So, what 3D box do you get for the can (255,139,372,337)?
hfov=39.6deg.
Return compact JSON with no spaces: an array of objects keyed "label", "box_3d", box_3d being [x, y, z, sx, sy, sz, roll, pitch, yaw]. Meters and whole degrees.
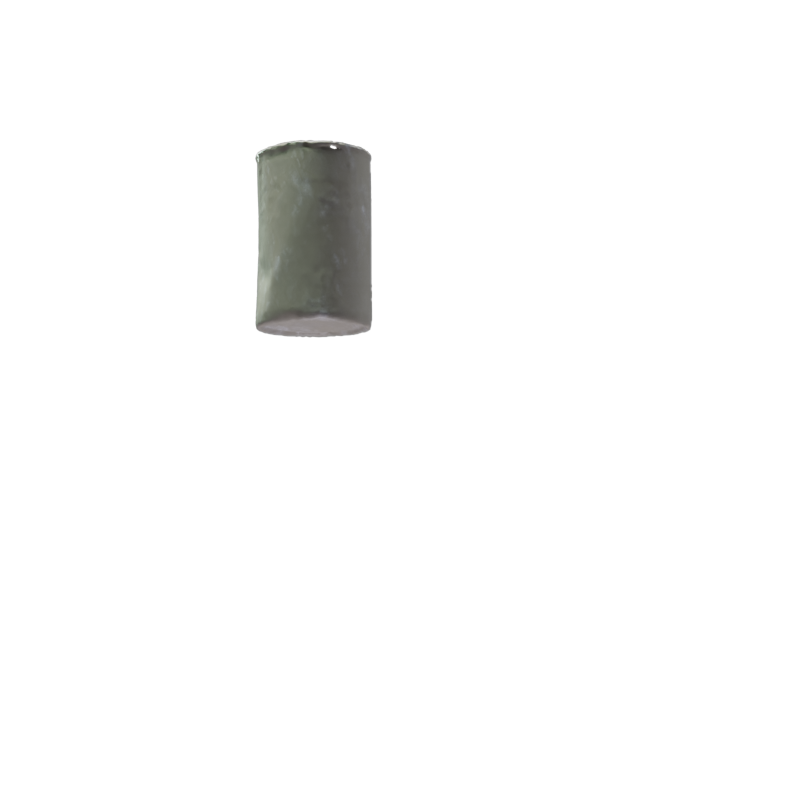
[{"label":"can","box_3d":[-0.050,-0.091,0.637,0.068,0.105,0.067,0,-10,-2]}]
